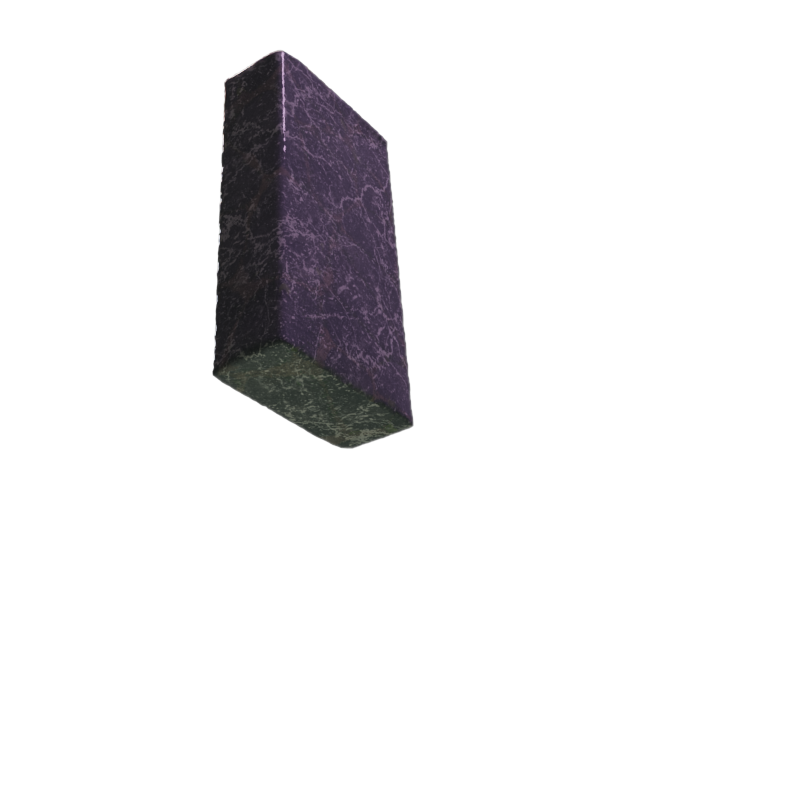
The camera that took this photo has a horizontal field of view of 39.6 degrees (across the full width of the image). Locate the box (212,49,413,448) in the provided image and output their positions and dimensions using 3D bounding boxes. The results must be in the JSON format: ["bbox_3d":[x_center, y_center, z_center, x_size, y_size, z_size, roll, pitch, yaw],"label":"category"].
[{"bbox_3d":[-0.041,-0.075,0.523,0.048,0.189,0.087,-25,-40,29],"label":"box"}]
